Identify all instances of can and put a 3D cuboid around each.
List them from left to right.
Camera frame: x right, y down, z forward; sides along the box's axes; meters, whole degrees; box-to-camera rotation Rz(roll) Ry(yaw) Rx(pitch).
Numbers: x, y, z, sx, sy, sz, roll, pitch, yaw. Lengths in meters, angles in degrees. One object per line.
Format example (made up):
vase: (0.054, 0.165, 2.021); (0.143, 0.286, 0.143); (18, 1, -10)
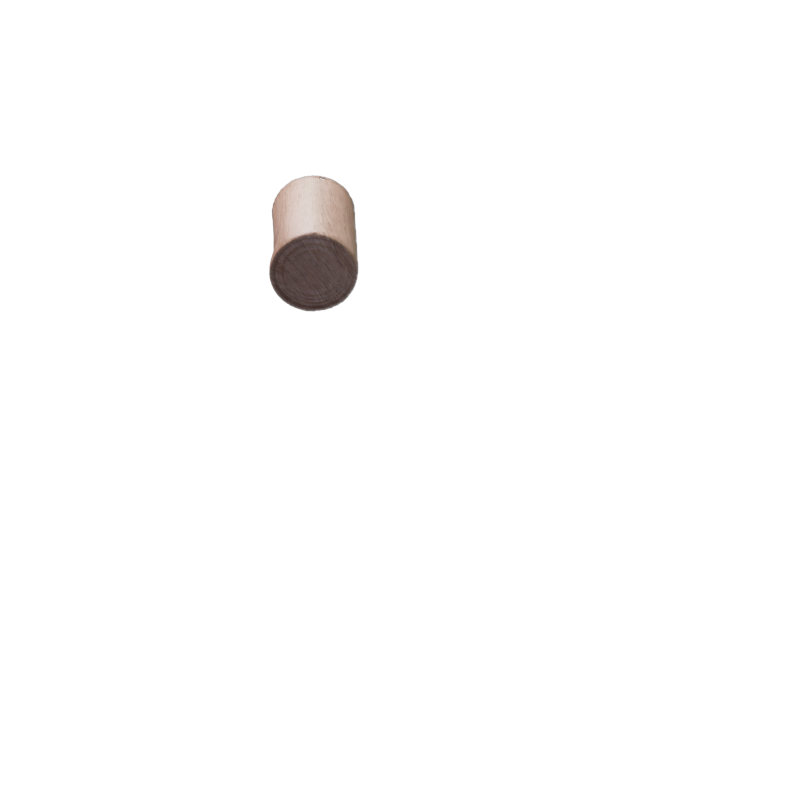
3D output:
can: (-0.067, -0.123, 0.860); (0.068, 0.064, 0.109); (-1, 33, -3)
